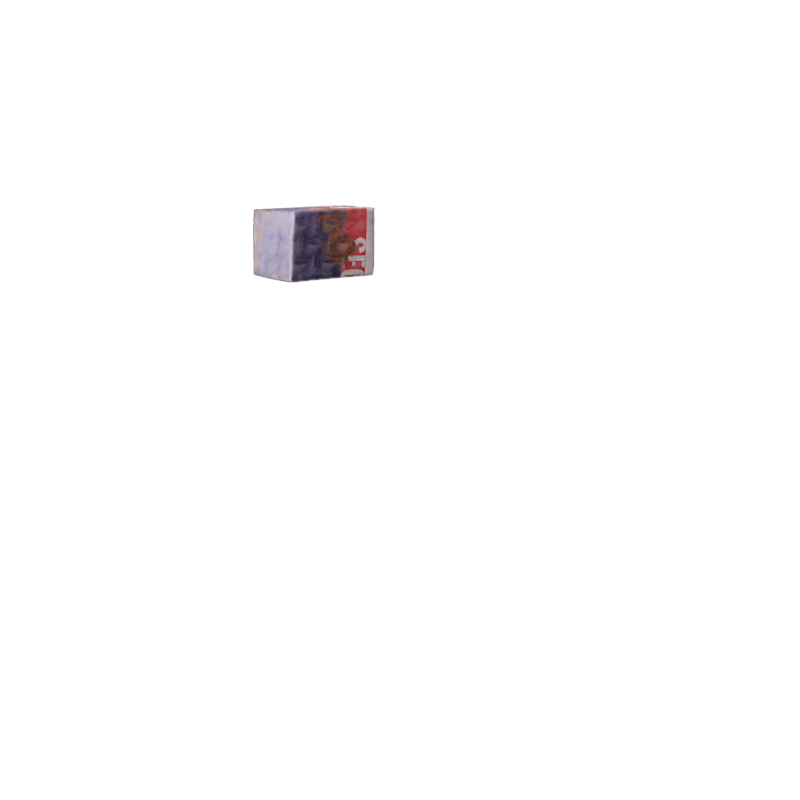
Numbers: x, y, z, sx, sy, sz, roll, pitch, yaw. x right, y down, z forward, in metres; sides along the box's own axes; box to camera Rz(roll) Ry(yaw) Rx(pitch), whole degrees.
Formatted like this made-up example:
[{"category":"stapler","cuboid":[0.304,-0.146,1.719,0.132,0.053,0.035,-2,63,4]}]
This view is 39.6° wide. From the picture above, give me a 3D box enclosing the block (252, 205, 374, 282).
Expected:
[{"category":"block","cuboid":[-0.065,-0.118,0.825,0.076,0.050,0.055,-9,13,-39]}]
